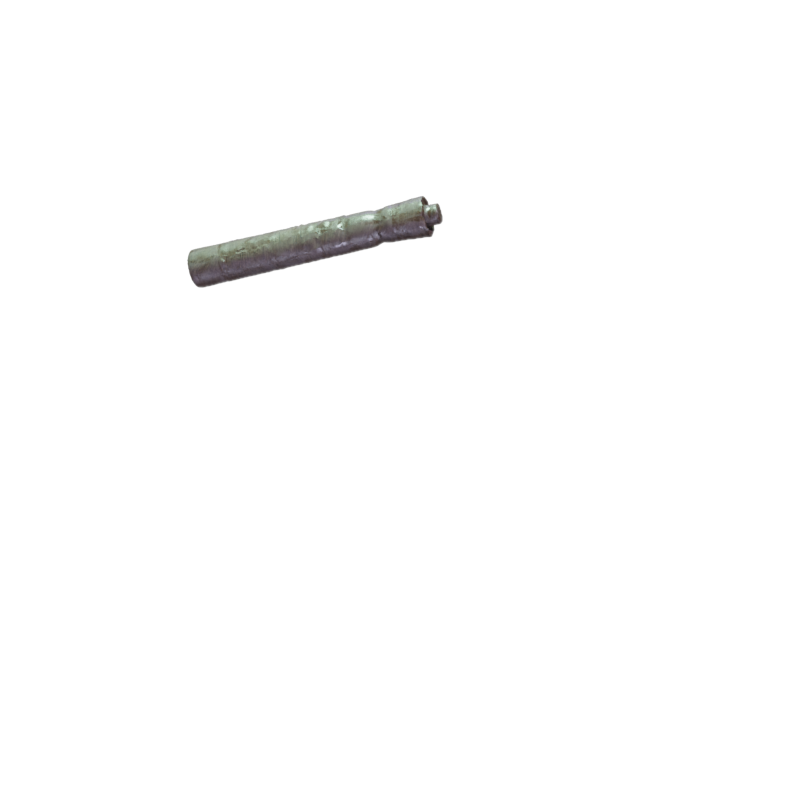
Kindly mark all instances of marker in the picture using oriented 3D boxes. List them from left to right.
[{"bbox_3d":[-0.040,-0.073,0.510,0.122,0.020,0.019,-10,1,18],"label":"marker"}]
